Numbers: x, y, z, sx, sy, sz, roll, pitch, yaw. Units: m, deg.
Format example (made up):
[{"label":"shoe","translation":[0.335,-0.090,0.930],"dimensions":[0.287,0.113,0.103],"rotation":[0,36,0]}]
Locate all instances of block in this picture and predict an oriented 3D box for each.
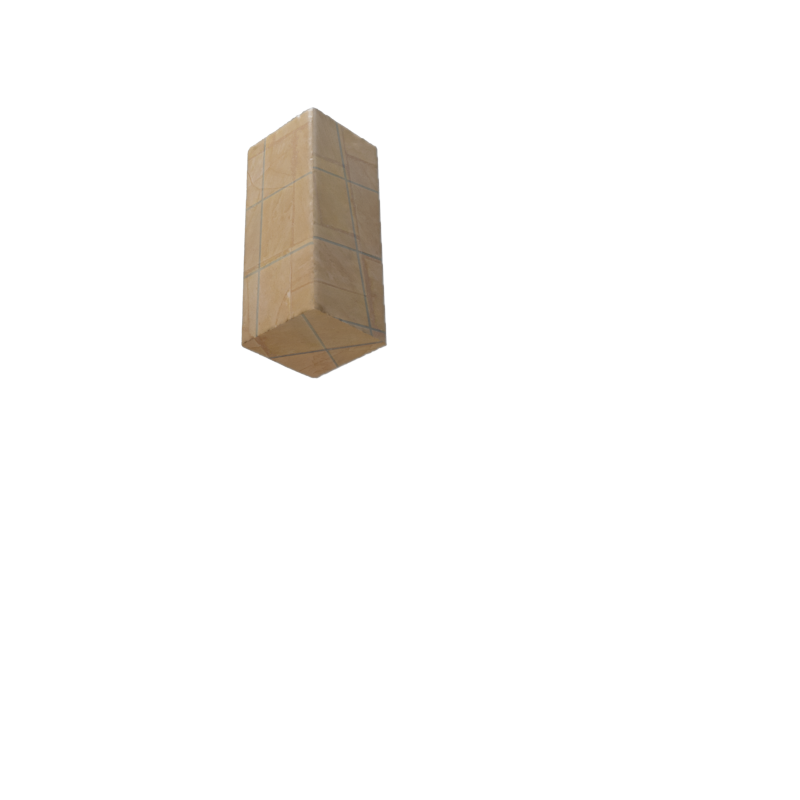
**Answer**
[{"label":"block","translation":[-0.077,-0.139,0.971],"dimensions":[0.091,0.220,0.084],"rotation":[-27,-39,36]}]
